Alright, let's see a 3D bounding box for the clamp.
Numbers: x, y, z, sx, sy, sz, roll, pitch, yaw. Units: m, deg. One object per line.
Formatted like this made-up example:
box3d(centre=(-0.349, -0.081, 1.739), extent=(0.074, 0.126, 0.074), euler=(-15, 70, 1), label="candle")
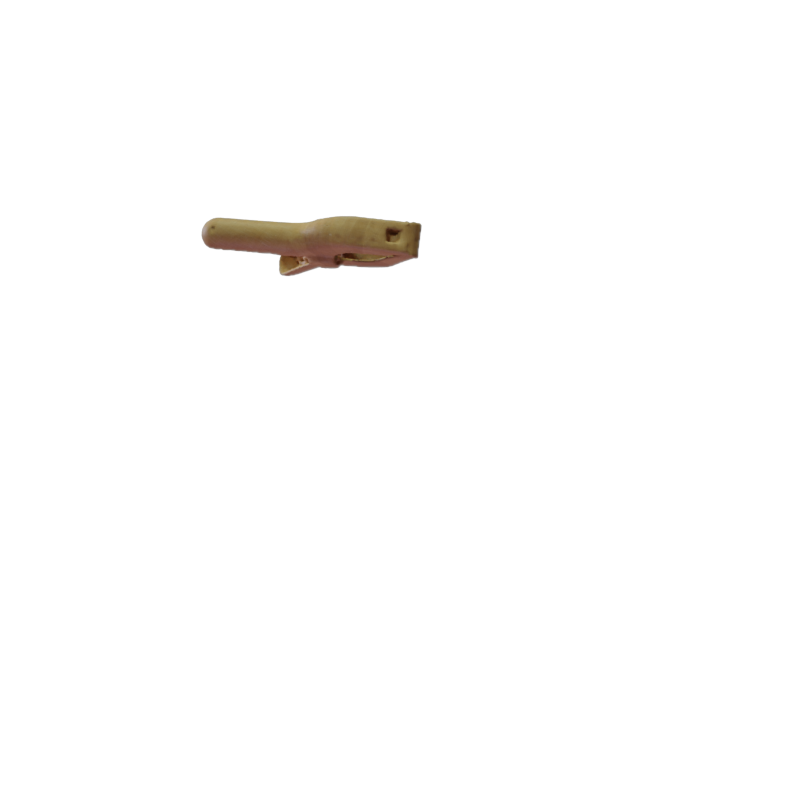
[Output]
box3d(centre=(-0.068, -0.124, 0.869), extent=(0.177, 0.040, 0.114), euler=(-2, -4, 40), label="clamp")
